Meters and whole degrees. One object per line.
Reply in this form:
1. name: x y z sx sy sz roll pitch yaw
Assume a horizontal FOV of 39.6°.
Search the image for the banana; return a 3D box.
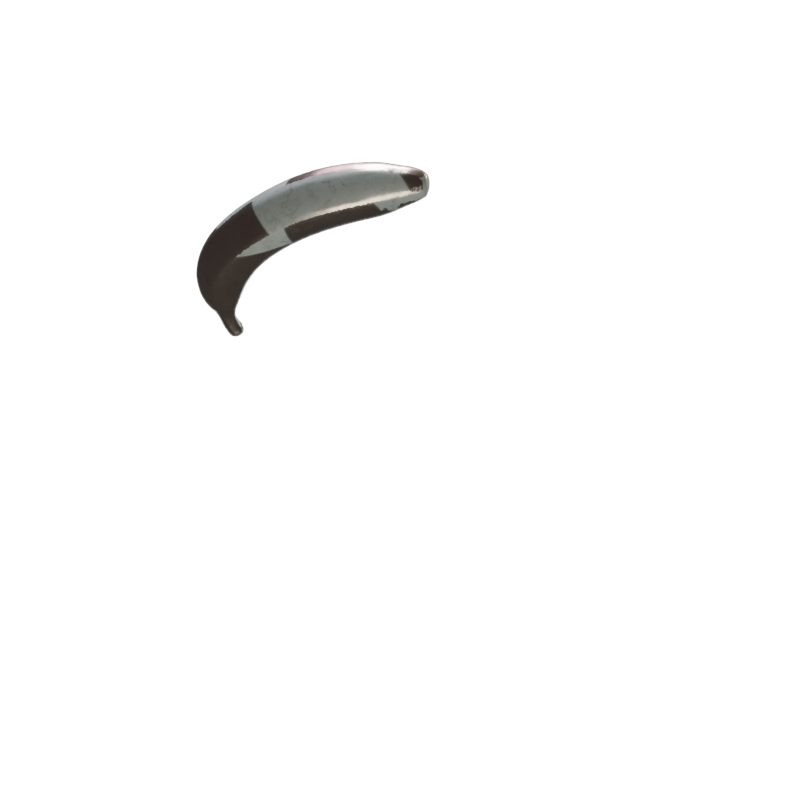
1. banana: -0.071 -0.105 0.698 0.065 0.039 0.196 26 -41 -35
